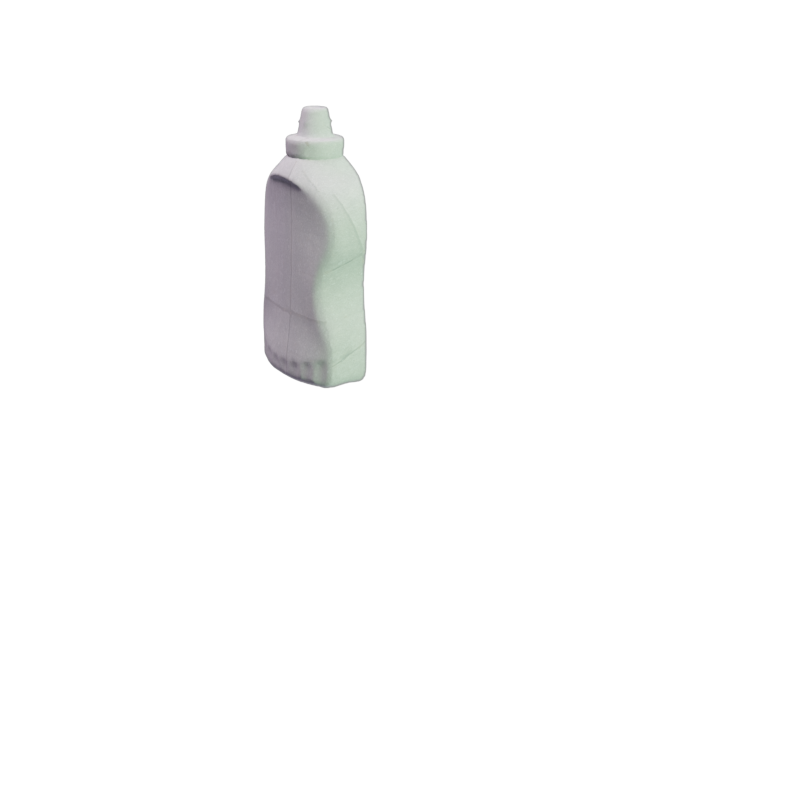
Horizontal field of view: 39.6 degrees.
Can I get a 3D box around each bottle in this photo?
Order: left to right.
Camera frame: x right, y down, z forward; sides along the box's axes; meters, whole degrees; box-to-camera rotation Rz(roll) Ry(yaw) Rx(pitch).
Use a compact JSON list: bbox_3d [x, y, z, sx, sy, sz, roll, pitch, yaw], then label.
[{"bbox_3d":[-0.061,-0.113,0.788,0.057,0.185,0.102,-9,19,-31],"label":"bottle"}]
